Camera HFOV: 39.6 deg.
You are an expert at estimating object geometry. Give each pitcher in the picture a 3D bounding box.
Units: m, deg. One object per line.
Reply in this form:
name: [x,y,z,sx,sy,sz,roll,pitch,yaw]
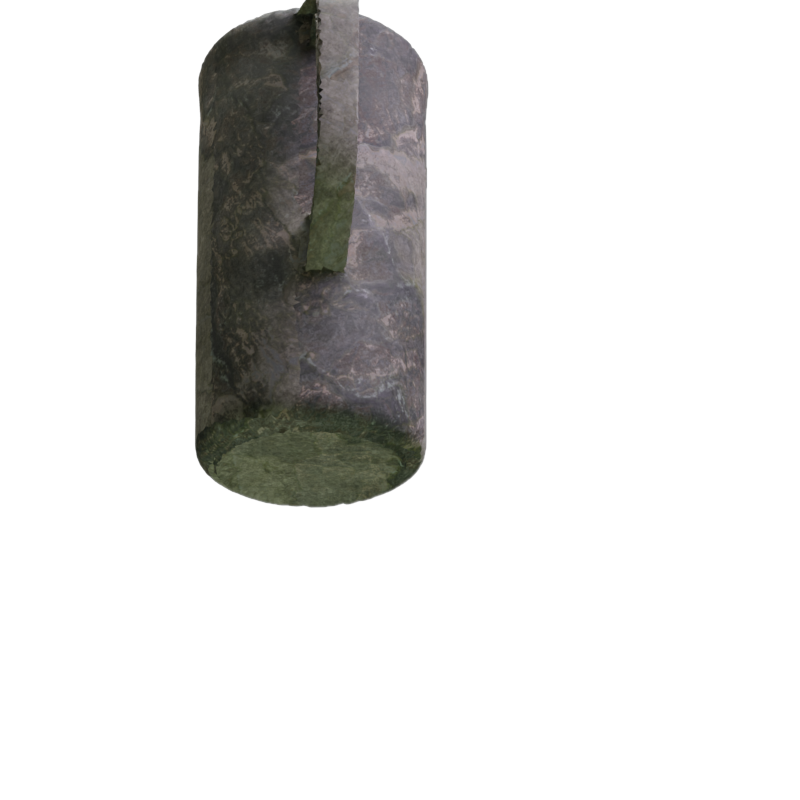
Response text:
pitcher: [-0.045,-0.081,0.570,0.146,0.259,0.138,-21,-36,28]
